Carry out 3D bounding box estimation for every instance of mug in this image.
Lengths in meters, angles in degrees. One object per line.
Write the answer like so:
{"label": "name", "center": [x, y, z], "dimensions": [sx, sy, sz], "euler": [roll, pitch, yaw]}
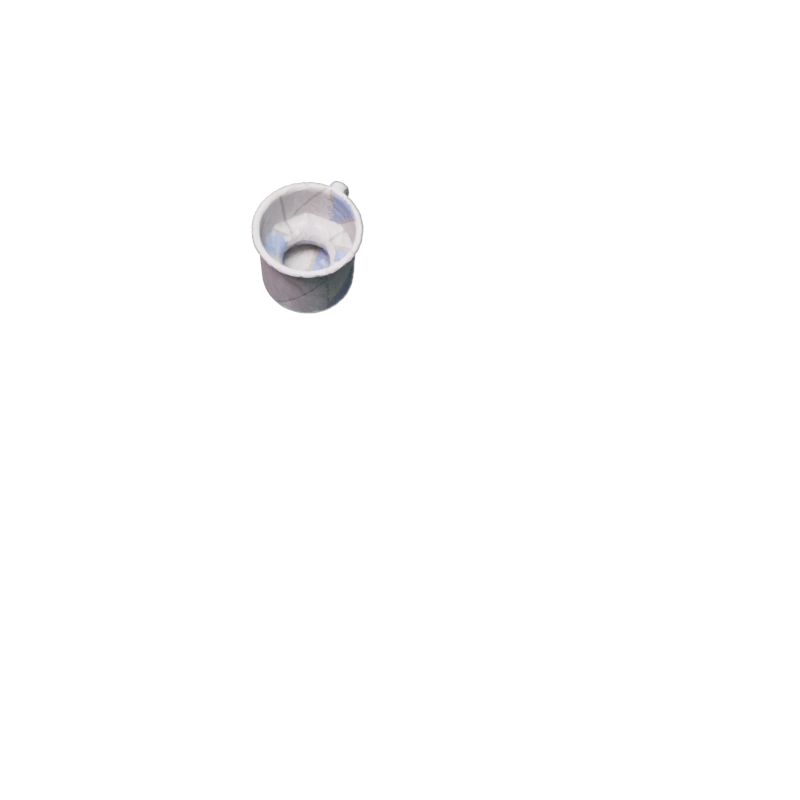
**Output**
{"label": "mug", "center": [-0.075, -0.137, 0.958], "dimensions": [0.095, 0.122, 0.077], "euler": [20, -27, 9]}
